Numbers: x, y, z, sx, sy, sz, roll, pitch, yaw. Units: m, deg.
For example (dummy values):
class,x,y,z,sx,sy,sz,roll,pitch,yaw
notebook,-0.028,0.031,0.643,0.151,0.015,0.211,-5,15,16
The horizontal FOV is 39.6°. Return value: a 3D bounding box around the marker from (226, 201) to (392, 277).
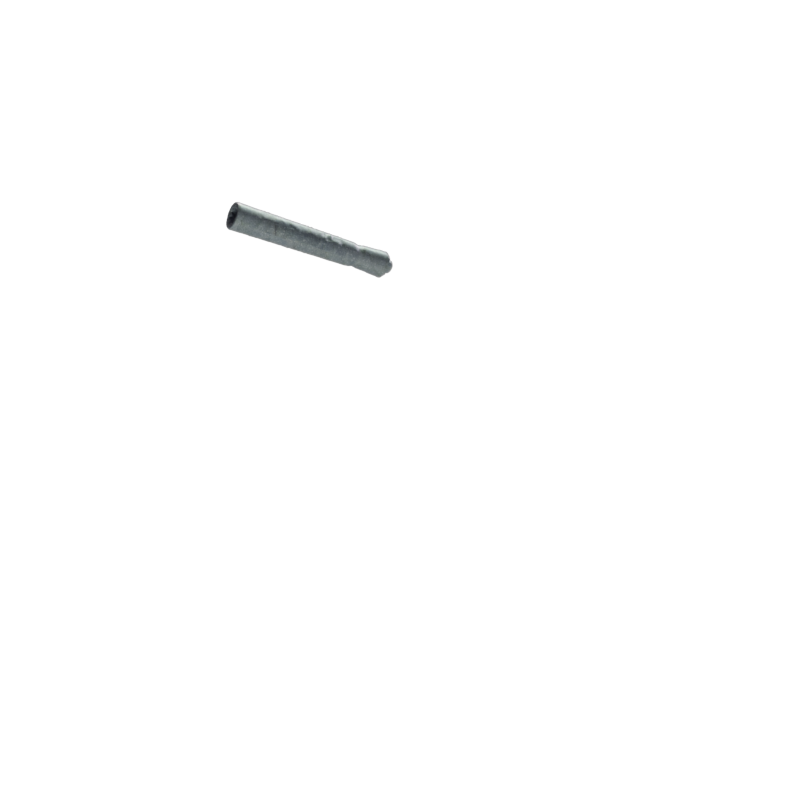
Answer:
class,x,y,z,sx,sy,sz,roll,pitch,yaw
marker,-0.058,-0.106,0.741,0.116,0.020,0.020,15,-3,-25
